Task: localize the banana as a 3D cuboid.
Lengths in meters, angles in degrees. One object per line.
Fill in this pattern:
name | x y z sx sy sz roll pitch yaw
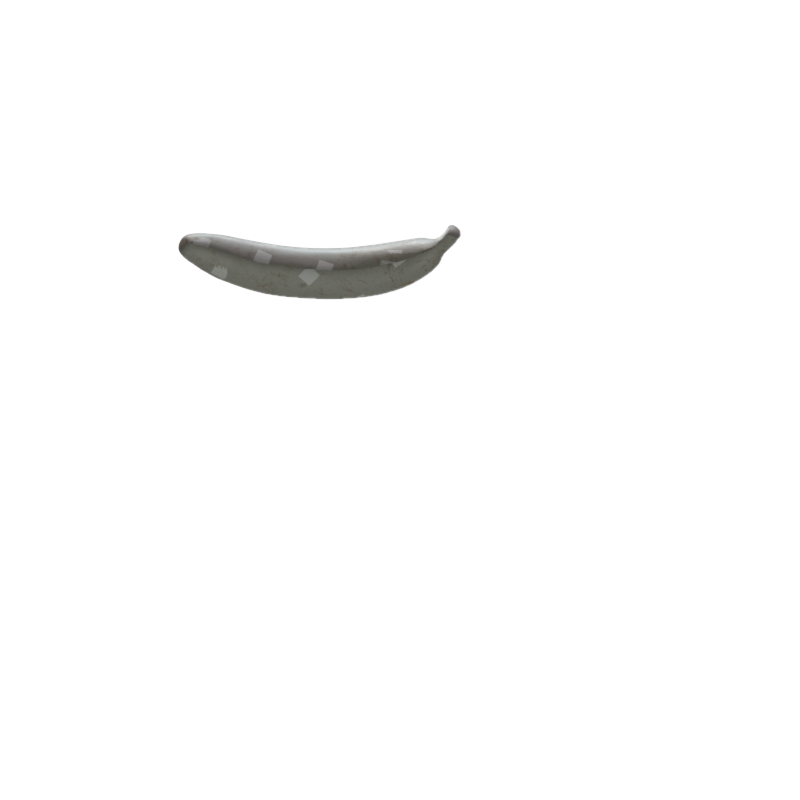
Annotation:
banana | -0.057 -0.101 0.799 0.198 0.039 0.064 -3 -43 3
